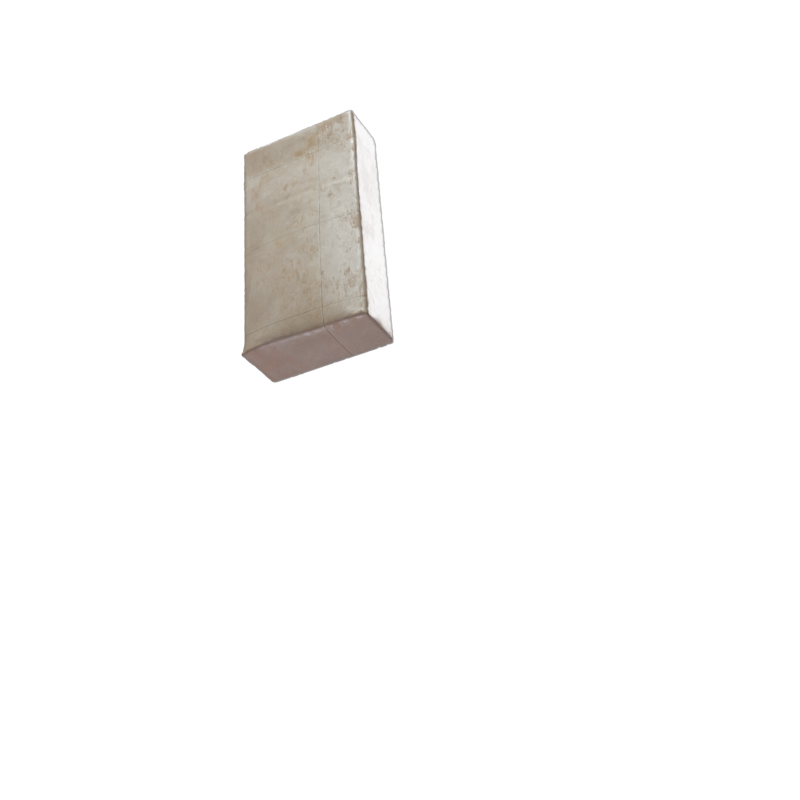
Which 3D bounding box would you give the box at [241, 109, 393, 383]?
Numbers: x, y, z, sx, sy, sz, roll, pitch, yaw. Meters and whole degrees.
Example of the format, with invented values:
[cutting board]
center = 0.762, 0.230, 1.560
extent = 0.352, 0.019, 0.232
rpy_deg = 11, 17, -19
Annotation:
[box]
center = -0.059, -0.107, 0.752
extent = 0.094, 0.189, 0.044
rpy_deg = -19, -39, 21
